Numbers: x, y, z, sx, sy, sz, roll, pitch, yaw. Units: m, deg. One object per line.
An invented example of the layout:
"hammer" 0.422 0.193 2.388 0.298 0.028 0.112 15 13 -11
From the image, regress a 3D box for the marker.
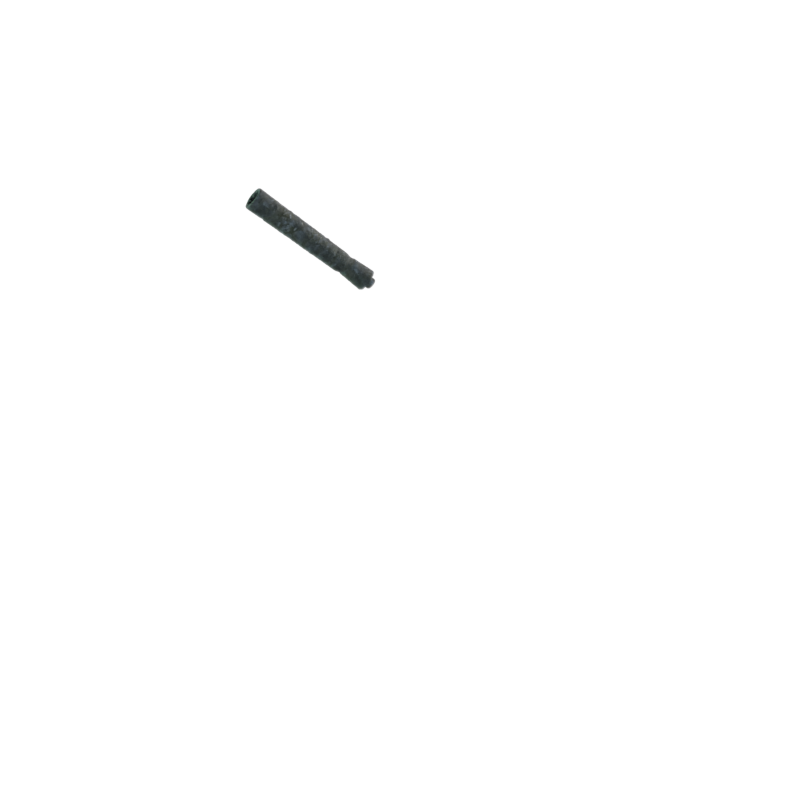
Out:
"marker" -0.068 -0.124 0.869 0.116 0.020 0.020 34 -10 -18
